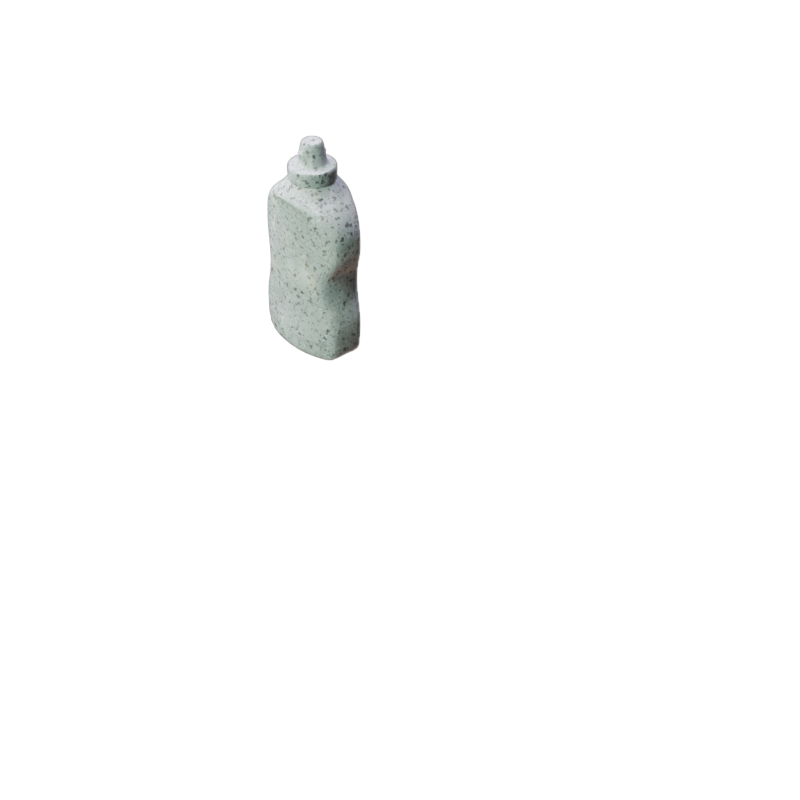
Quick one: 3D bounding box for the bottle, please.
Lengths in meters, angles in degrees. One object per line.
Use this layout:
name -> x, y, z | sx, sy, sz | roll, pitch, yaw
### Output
bottle -> -0.073, -0.133, 0.934 | 0.058, 0.180, 0.103 | -22, 41, -31
